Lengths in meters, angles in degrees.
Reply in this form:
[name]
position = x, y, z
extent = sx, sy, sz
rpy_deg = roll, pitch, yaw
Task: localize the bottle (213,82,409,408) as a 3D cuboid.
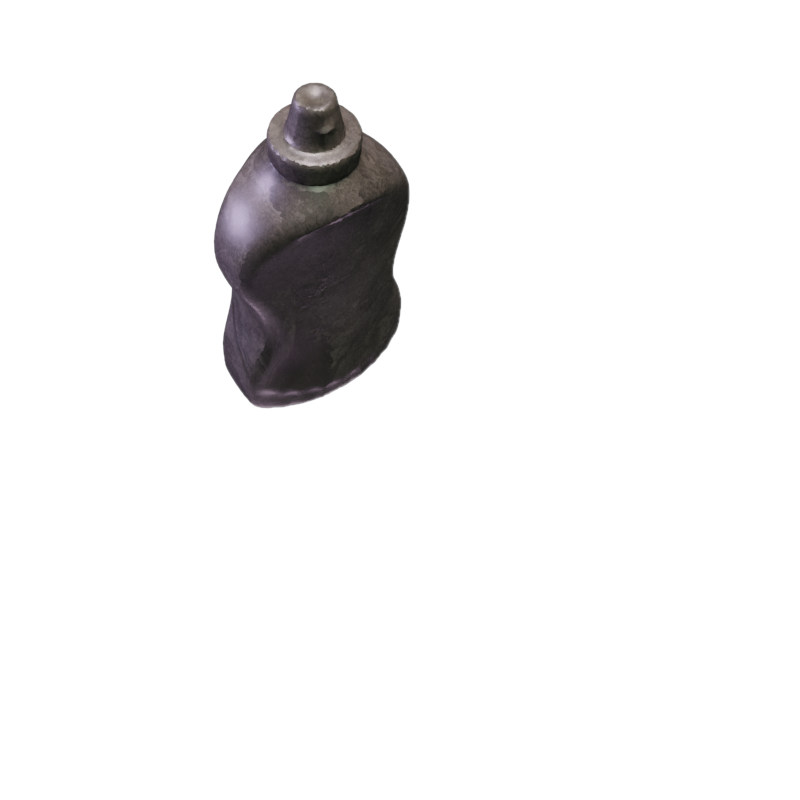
[bottle]
position = -0.041, -0.075, 0.527
extent = 0.096, 0.062, 0.179
rpy_deg = -27, -28, -20
